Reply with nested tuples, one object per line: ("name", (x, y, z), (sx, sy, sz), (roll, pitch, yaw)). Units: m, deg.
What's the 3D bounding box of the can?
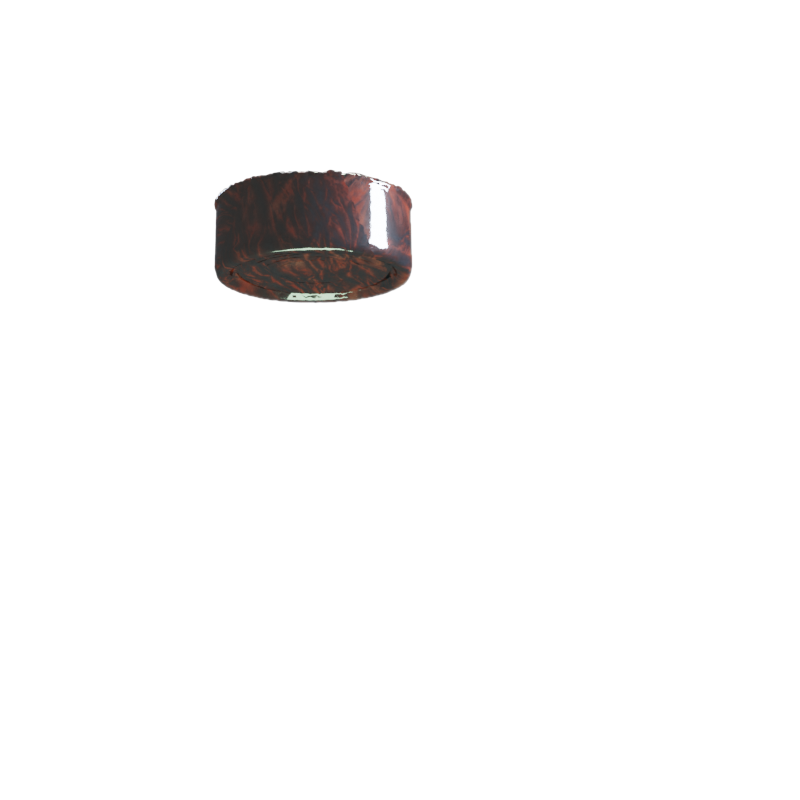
("can", (-0.037, -0.068, 0.477), (0.086, 0.035, 0.083), (0, -11, -2))
